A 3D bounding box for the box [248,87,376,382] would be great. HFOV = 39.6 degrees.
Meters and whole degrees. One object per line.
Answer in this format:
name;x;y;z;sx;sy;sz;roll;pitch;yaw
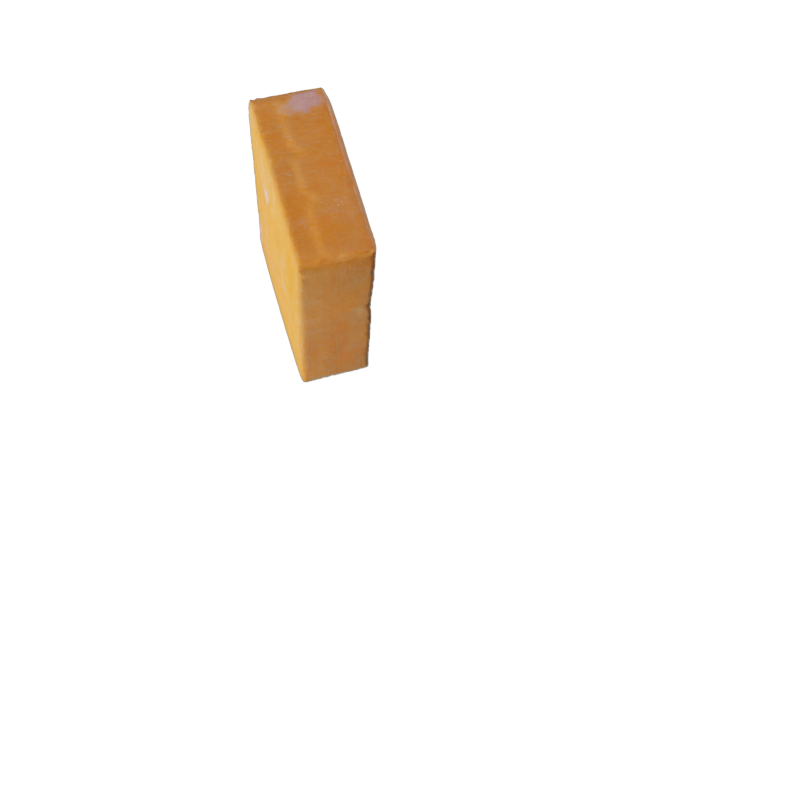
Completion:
box;-0.074;-0.135;0.943;0.071;0.175;0.202;-13;-25;-10
